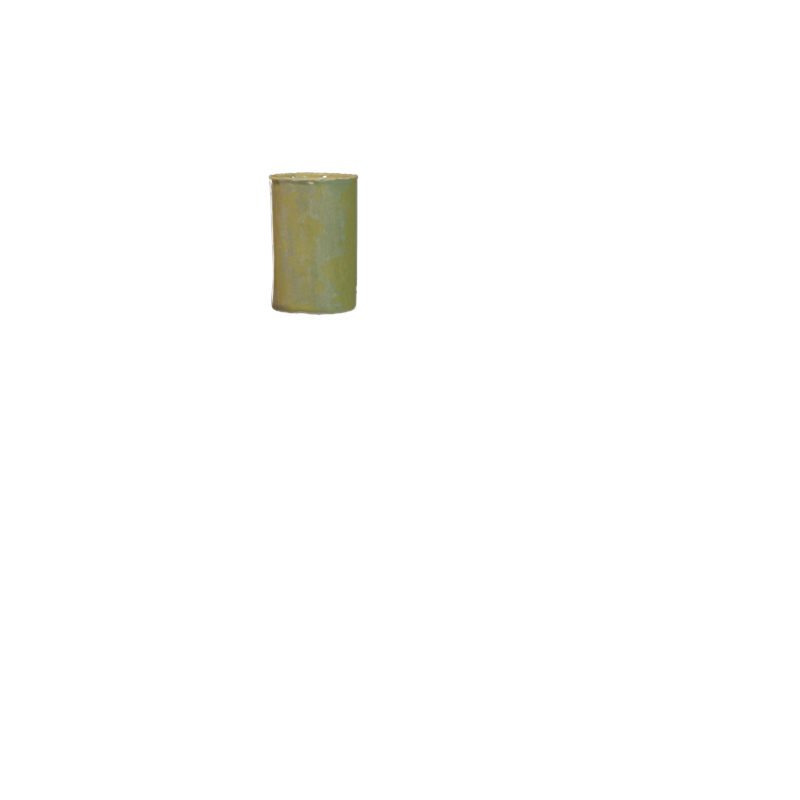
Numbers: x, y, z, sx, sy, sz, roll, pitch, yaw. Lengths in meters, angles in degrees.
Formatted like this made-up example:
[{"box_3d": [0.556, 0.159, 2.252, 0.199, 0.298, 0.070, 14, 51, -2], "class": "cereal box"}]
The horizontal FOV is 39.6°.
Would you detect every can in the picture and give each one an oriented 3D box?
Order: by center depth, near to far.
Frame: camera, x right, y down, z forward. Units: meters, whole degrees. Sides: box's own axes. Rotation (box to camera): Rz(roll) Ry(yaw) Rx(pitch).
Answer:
[{"box_3d": [-0.066, -0.121, 0.845, 0.068, 0.100, 0.070, 0, 10, -2], "class": "can"}]
